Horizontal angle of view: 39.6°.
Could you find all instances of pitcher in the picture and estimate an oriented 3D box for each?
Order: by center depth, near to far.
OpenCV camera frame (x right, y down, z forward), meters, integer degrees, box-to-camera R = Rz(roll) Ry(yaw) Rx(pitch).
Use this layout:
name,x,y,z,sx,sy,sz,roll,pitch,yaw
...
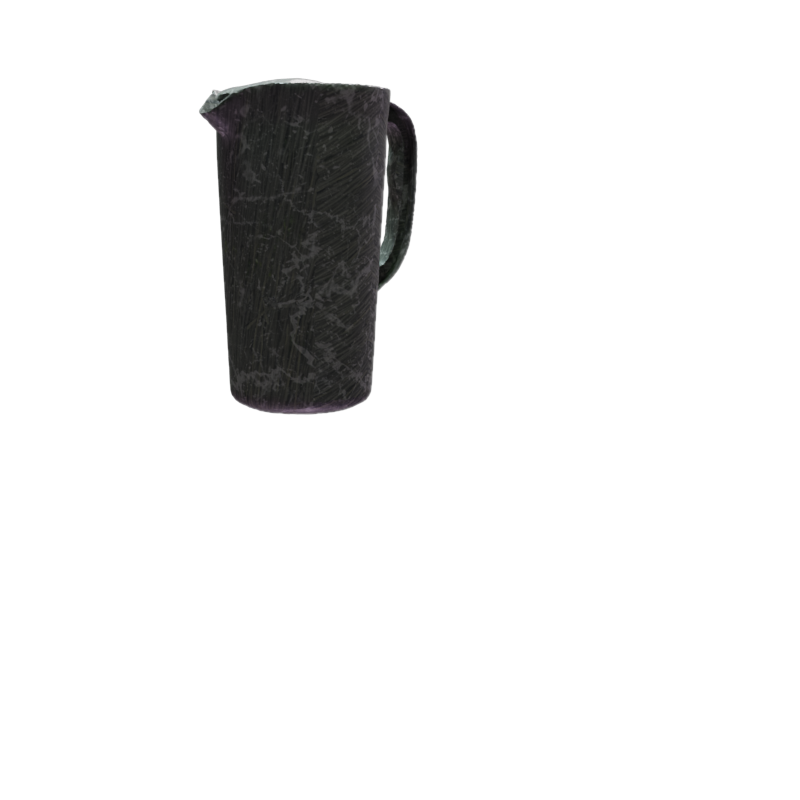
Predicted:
name,x,y,z,sx,sy,sz,roll,pitch,yaw
pitcher,-0.066,-0.120,0.840,0.151,0.240,0.146,1,7,7
